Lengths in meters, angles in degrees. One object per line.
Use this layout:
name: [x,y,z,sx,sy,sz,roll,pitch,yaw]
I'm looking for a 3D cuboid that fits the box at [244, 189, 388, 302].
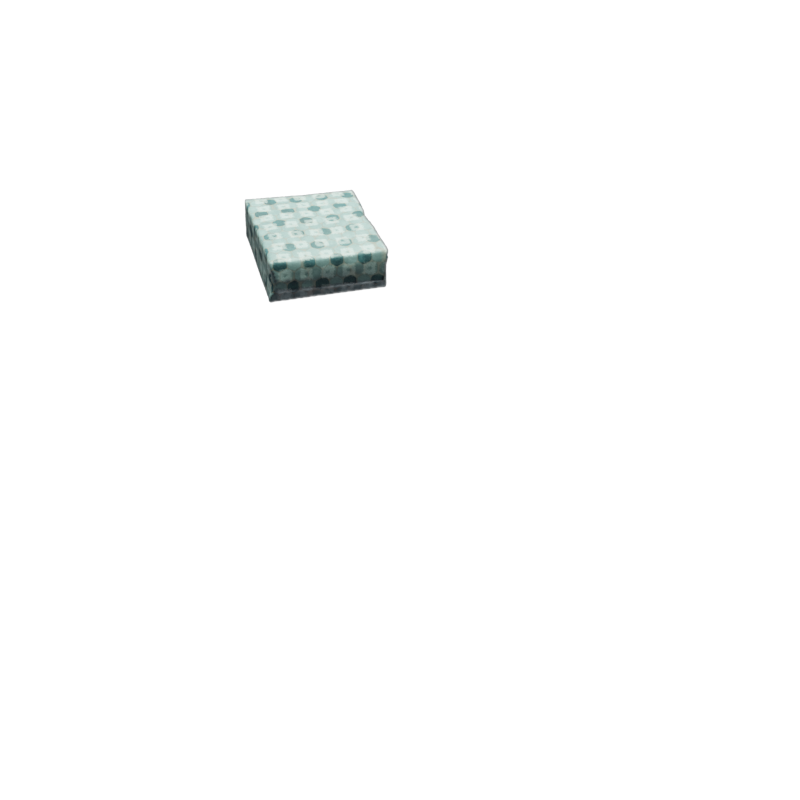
box: [-0.054,-0.099,0.692,0.072,0.028,0.096,-8,35,-12]
